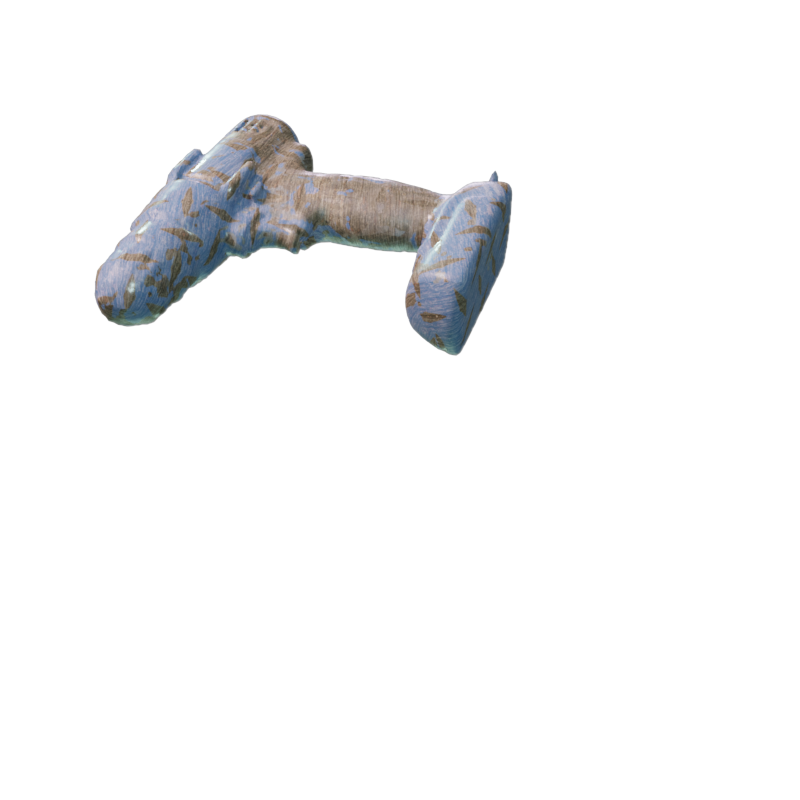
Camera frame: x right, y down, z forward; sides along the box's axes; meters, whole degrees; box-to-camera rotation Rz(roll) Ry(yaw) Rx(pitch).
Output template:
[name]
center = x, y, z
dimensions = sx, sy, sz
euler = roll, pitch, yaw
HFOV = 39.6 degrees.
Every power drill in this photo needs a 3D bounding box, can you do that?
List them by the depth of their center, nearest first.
[power drill]
center = -0.046, -0.084, 0.591
dimensions = 0.194, 0.053, 0.191
euler = 16, 44, 16
